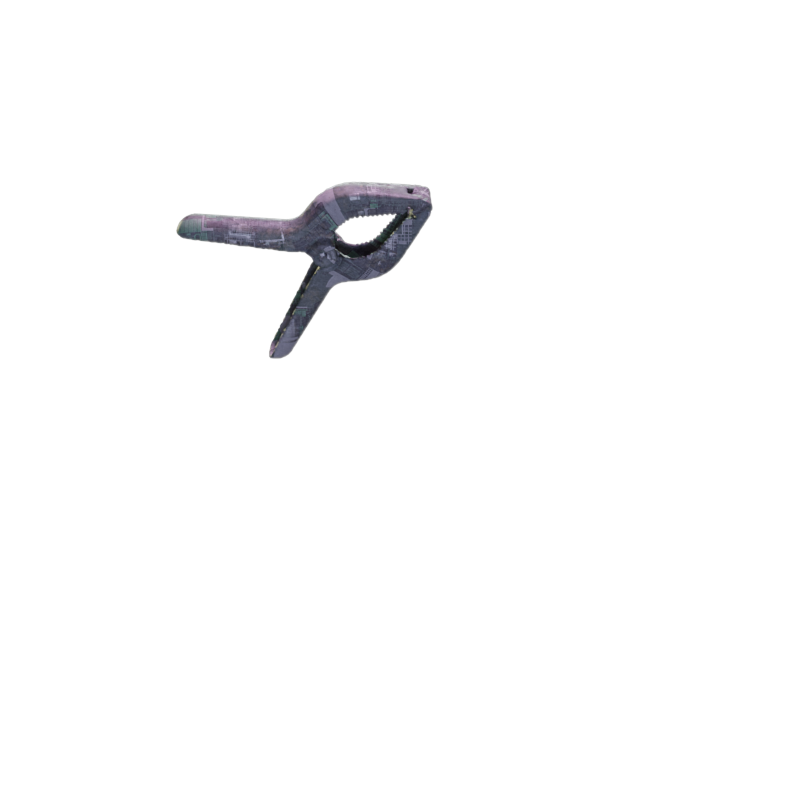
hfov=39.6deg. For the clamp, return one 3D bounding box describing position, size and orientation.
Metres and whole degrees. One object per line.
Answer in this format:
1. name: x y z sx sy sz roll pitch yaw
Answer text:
1. clamp: -0.074 -0.135 0.944 0.209 0.154 0.039 -29 31 20
